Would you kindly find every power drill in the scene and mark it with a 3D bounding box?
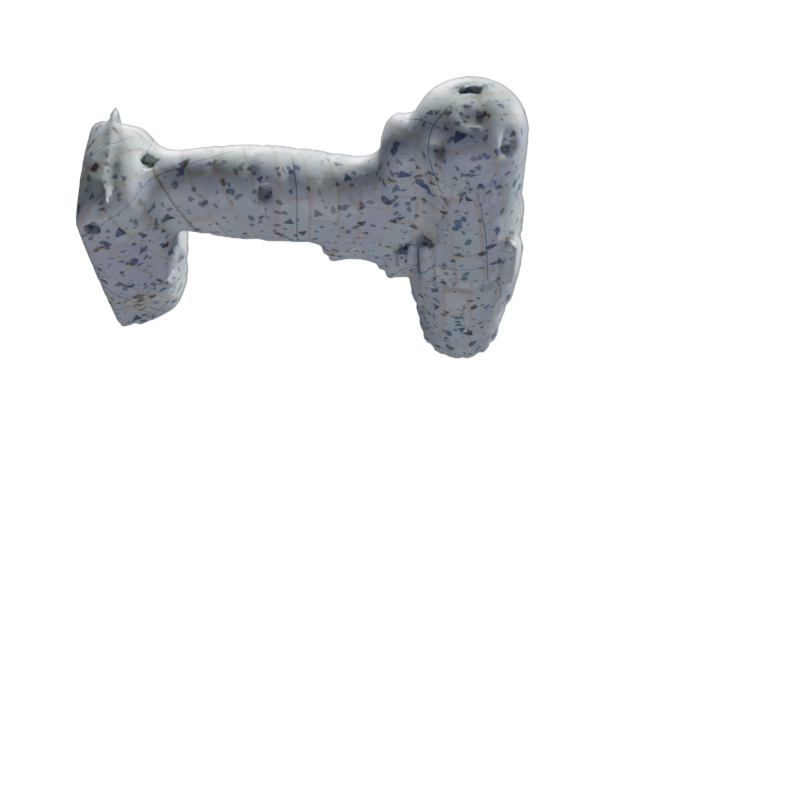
[{"bbox_3d":[-0.039,-0.071,0.498,0.188,0.061,0.172,-1,-30,2],"label":"power drill"}]
